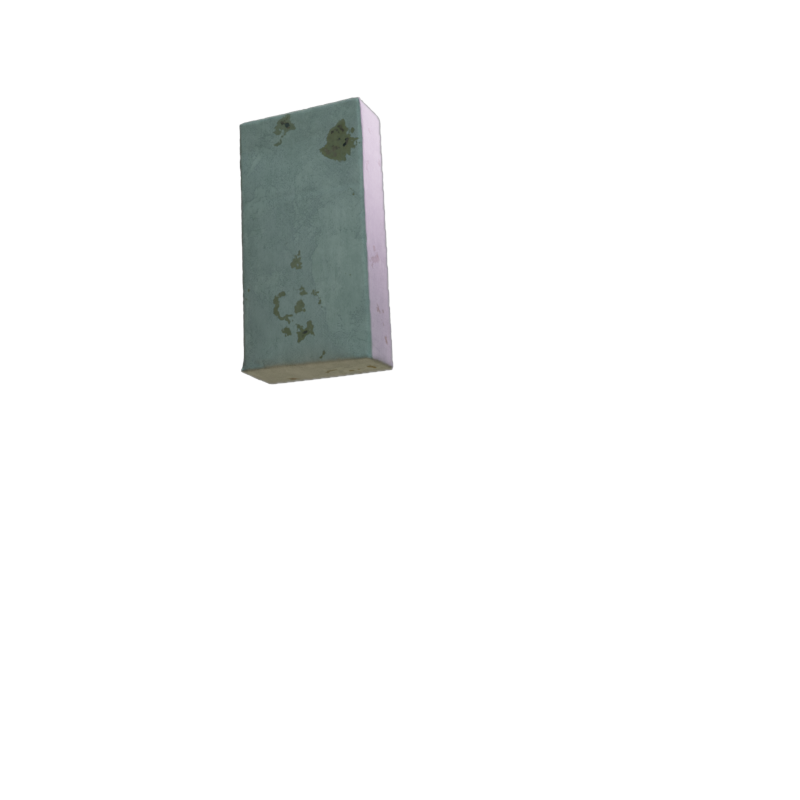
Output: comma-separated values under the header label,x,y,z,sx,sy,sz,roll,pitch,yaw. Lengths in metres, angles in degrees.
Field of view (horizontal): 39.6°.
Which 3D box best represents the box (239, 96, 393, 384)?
label,x,y,z,sx,sy,sz,roll,pitch,yaw
box,-0.057,-0.104,0.731,0.095,0.184,0.045,-9,-20,23
